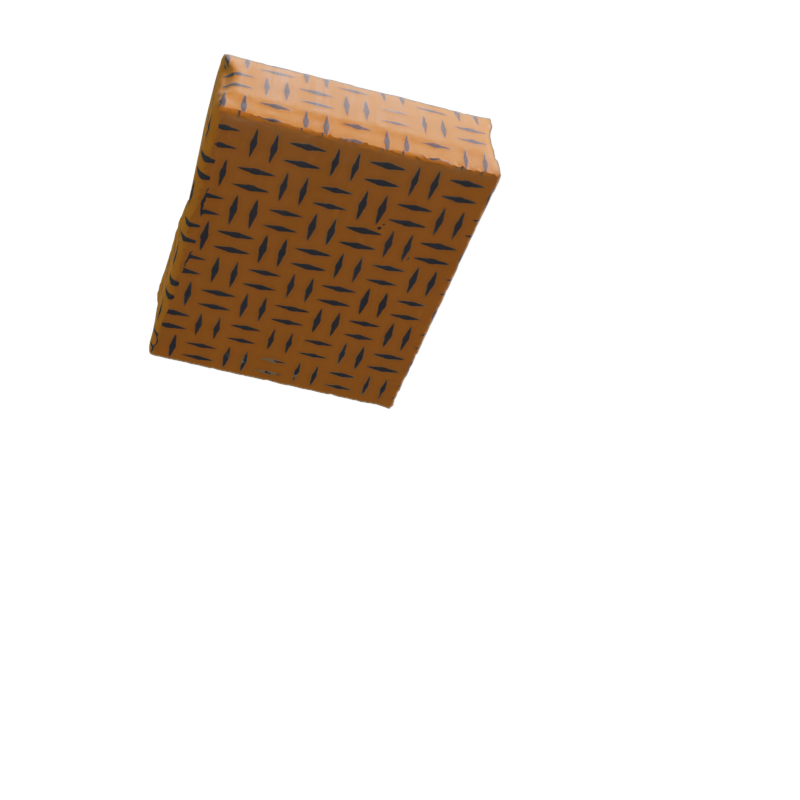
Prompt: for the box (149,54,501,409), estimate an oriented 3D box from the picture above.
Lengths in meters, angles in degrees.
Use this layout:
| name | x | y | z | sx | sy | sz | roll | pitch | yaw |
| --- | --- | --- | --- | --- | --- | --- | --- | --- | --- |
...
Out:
| name | x | y | z | sx | sy | sz | roll | pitch | yaw |
| --- | --- | --- | --- | --- | --- | --- | --- | --- | --- |
| box | -0.024 | -0.043 | 0.302 | 0.072 | 0.085 | 0.032 | 13 | 41 | -12 |
